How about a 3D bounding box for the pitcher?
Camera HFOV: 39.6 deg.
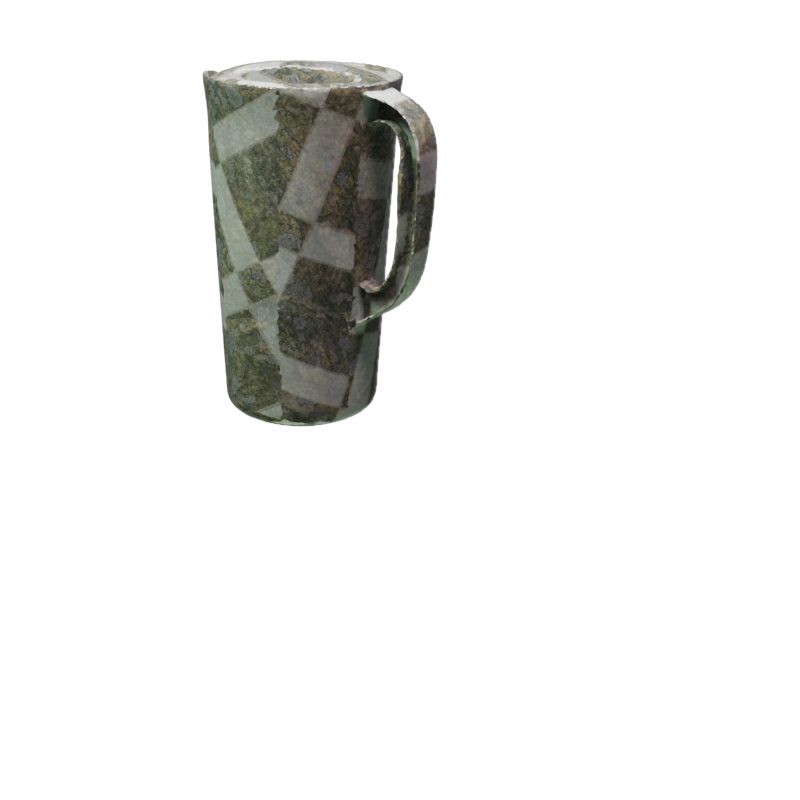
[{"bbox_3d":[-0.059,-0.108,0.758,0.144,0.233,0.157,-1,19,-6],"label":"pitcher"}]
